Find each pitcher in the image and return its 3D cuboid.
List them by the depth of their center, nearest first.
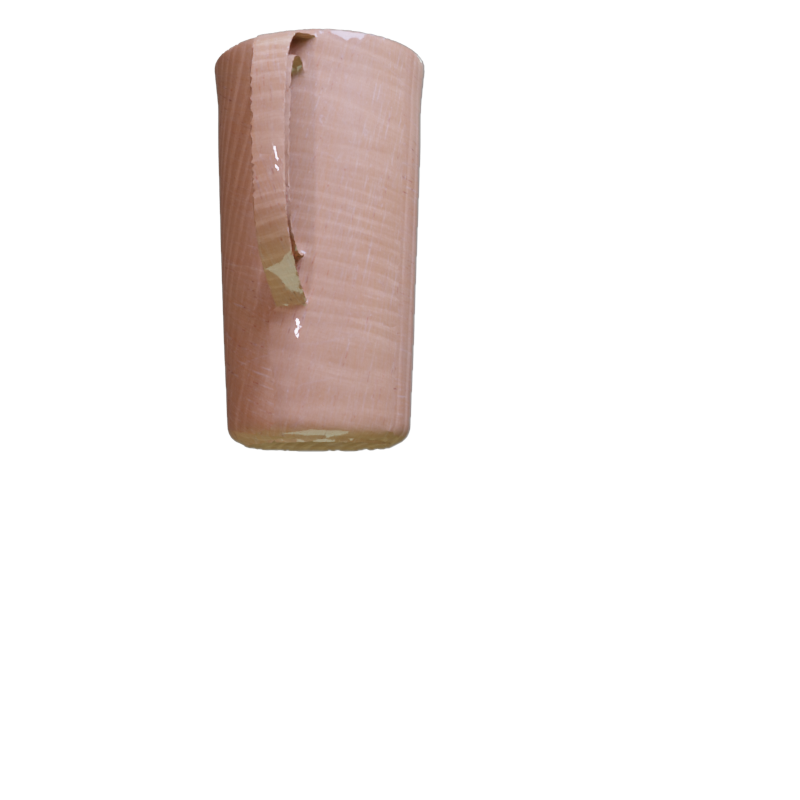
[{"bbox_3d":[-0.052,-0.096,0.669,0.143,0.251,0.147,7,-14,-32],"label":"pitcher"}]
